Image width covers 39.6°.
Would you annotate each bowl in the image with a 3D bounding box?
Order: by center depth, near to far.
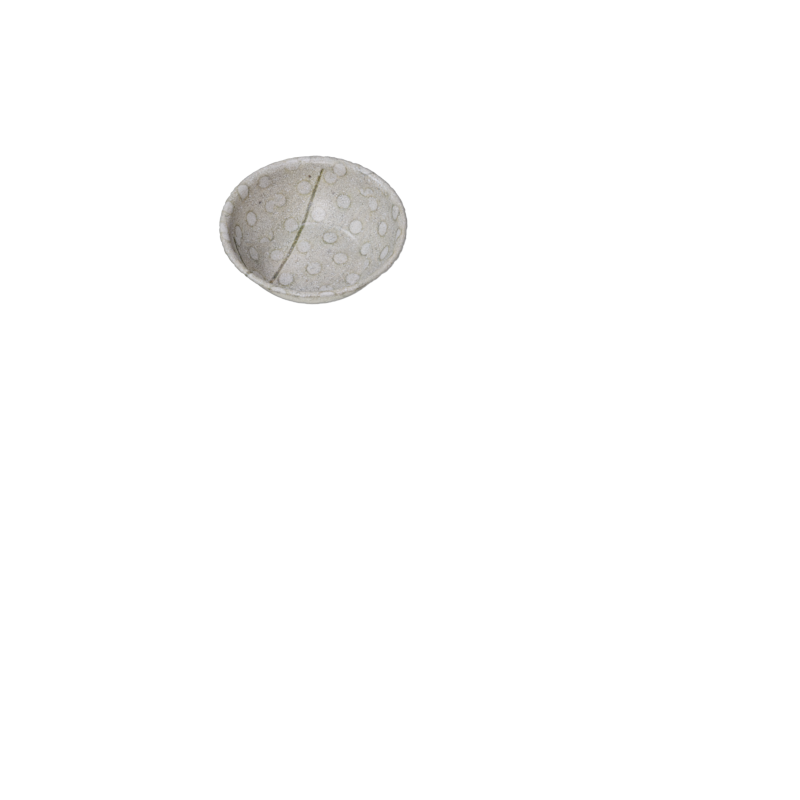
[{"bbox_3d":[-0.076,-0.138,0.967,0.162,0.174,0.051,-1,-37,-1],"label":"bowl"}]
